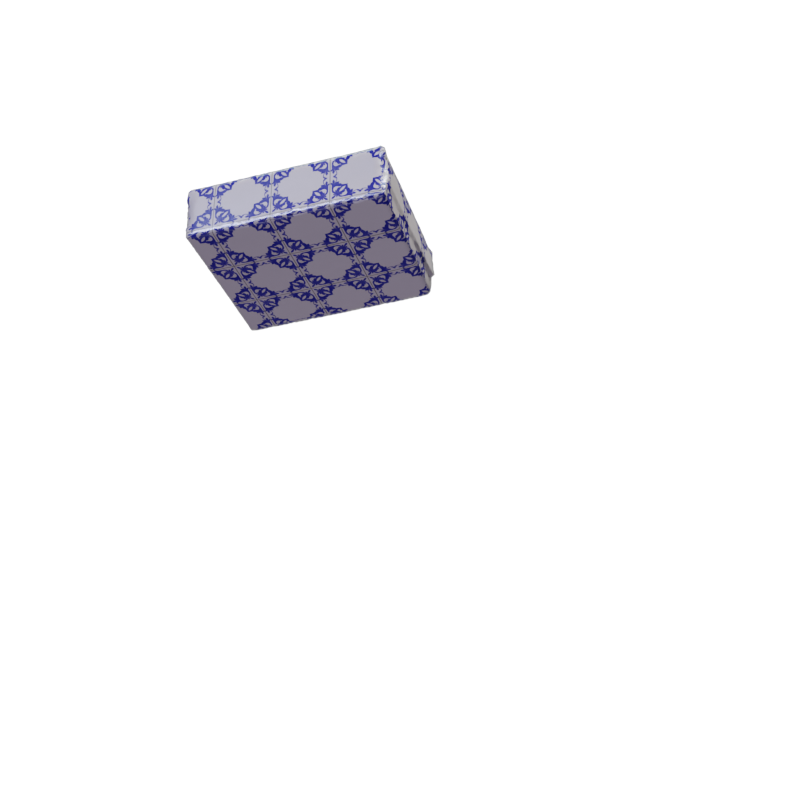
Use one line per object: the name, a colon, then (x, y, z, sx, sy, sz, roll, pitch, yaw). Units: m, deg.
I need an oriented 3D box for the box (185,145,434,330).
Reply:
box: (-0.037, -0.068, 0.479, 0.090, 0.032, 0.067, -11, -35, 15)
